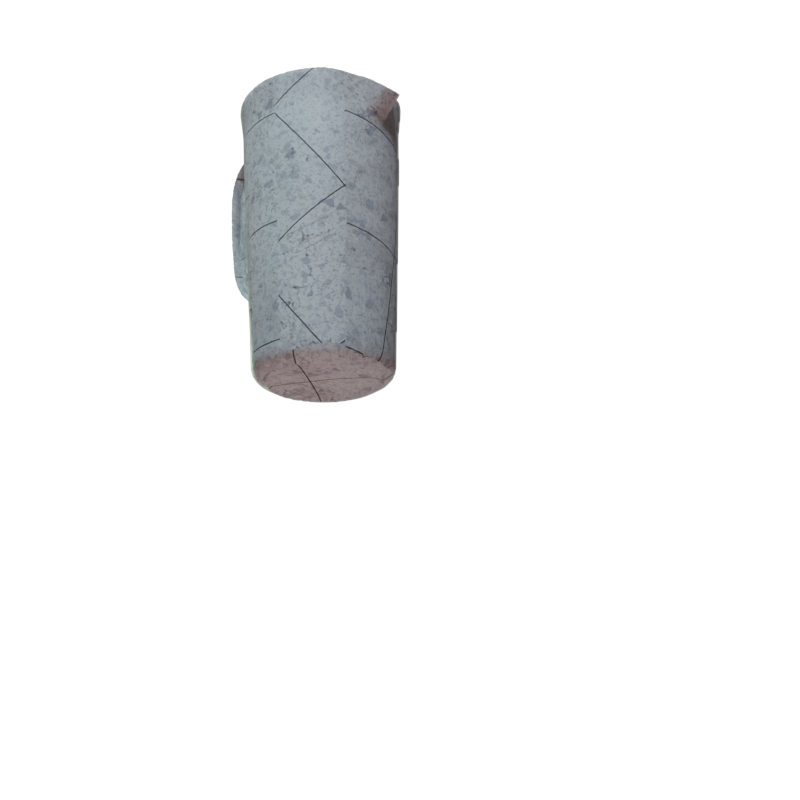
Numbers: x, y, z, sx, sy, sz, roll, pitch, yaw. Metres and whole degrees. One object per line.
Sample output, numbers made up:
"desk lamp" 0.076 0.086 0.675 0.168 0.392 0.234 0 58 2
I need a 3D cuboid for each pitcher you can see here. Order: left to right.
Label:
"pitcher" -0.069 -0.125 0.877 0.145 0.257 0.141 -1 -24 -1
